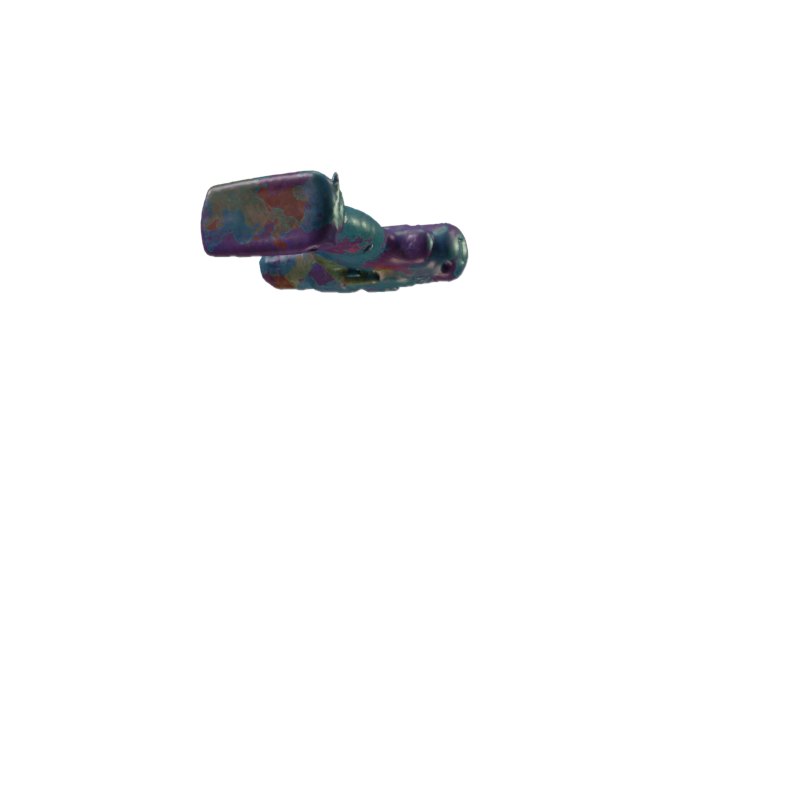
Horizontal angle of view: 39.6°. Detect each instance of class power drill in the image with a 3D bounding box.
[{"bbox_3d":[-0.065,-0.119,0.835,0.190,0.059,0.179,-3,-5,30],"label":"power drill"}]
